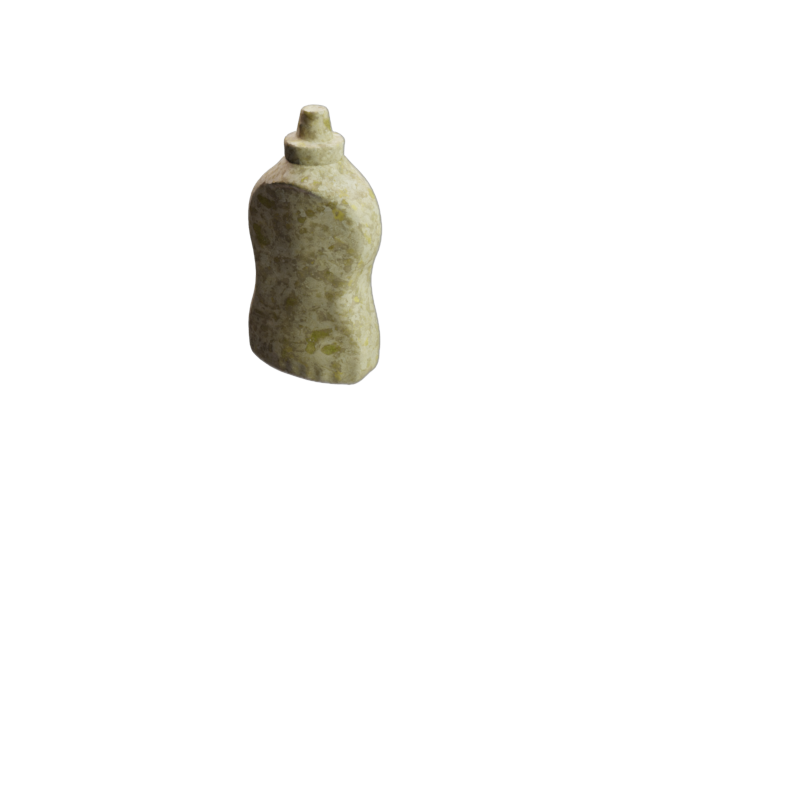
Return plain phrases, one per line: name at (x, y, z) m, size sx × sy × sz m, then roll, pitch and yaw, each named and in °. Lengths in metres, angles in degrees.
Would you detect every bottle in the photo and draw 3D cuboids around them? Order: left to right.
bottle at (-0.060, -0.110, 0.767) m, size 0.101 × 0.182 × 0.059 m, roll 17°, pitch 30°, yaw 28°
